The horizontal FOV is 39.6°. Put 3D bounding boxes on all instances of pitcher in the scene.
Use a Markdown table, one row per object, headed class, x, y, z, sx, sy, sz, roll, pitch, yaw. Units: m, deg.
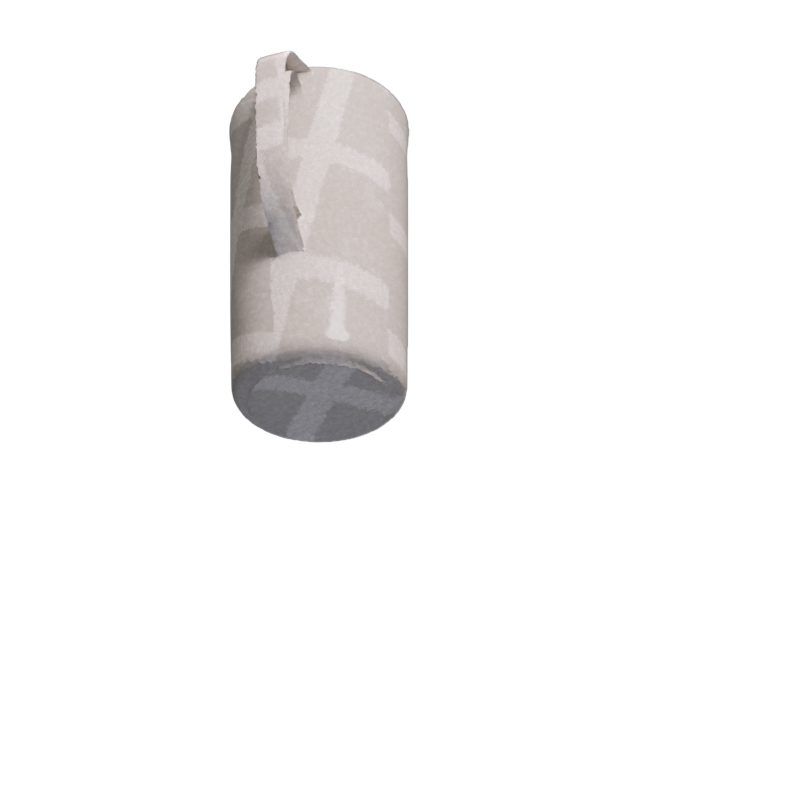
| class | x | y | z | sx | sy | sz | roll | pitch | yaw |
| --- | --- | --- | --- | --- | --- | --- | --- | --- | --- |
| pitcher | -0.058 | -0.106 | 0.741 | 0.143 | 0.261 | 0.141 | 18 | -42 | -25 |
